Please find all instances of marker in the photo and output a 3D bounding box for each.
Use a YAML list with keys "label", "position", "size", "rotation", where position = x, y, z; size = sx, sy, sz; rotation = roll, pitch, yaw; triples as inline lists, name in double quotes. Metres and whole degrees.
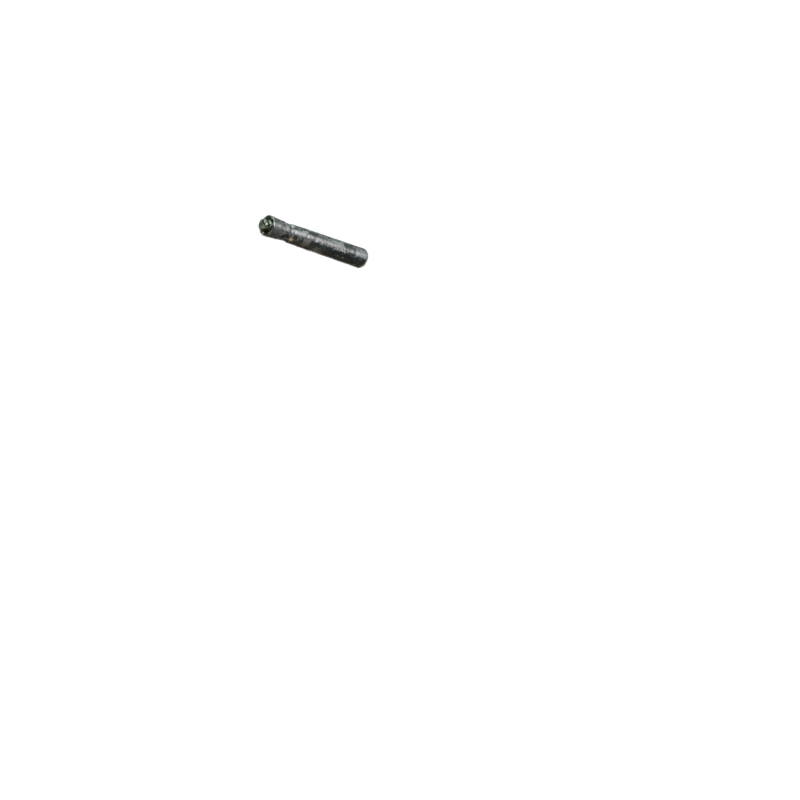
- label: "marker"
  position: [-0.076, -0.139, 0.975]
  size: [0.114, 0.020, 0.021]
  rotation: [13, -6, -43]
